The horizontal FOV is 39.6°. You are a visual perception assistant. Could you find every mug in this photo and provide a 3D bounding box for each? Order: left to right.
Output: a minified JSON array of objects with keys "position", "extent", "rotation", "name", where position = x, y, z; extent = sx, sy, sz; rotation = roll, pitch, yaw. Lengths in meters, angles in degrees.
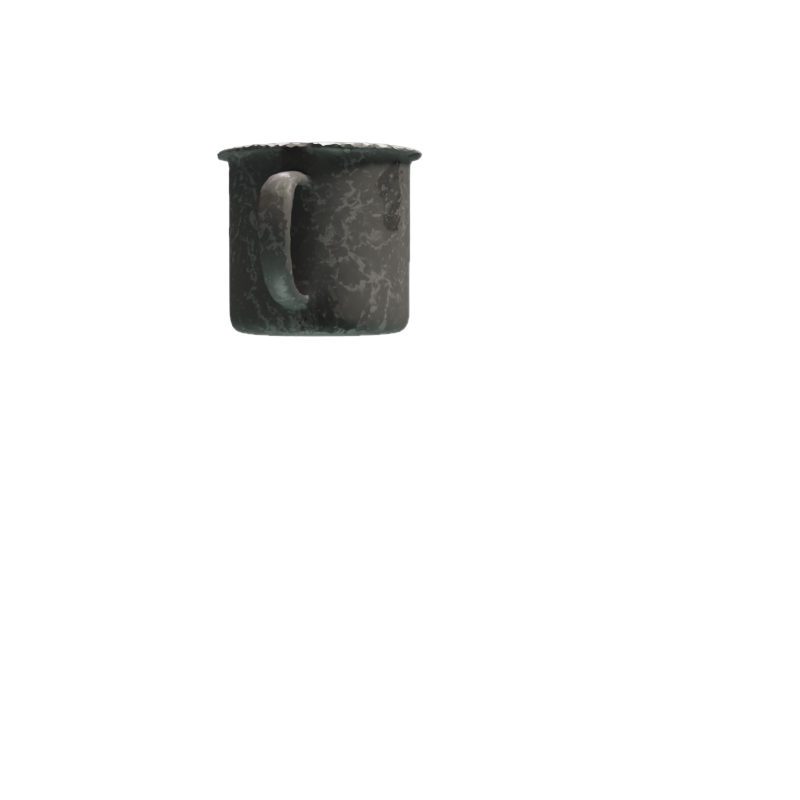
[{"position":[-0.038,-0.070,0.491],"extent":[0.095,0.081,0.116],"rotation":[1,4,10],"name":"mug"}]
